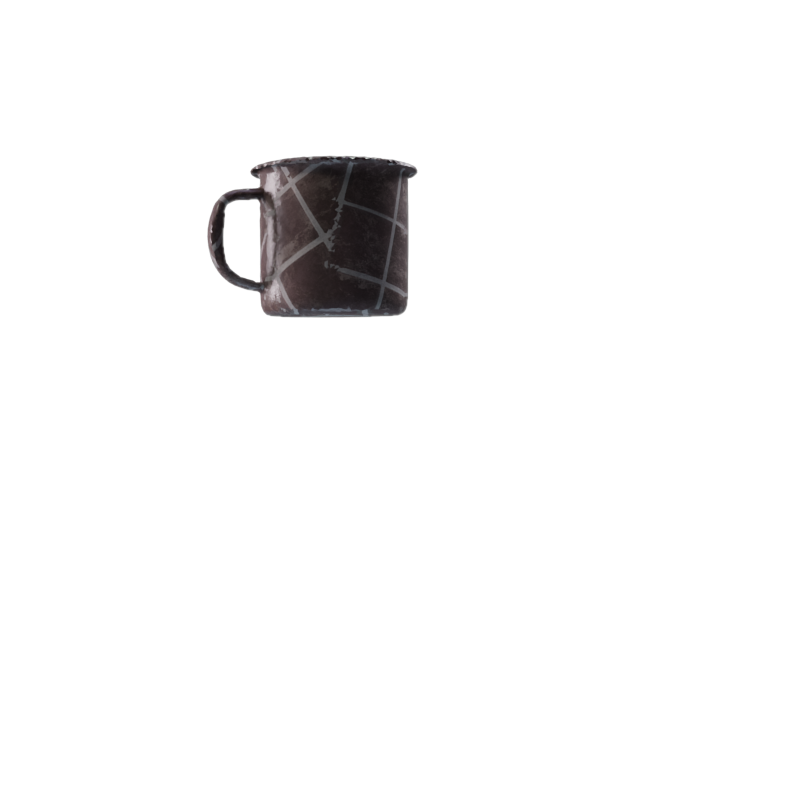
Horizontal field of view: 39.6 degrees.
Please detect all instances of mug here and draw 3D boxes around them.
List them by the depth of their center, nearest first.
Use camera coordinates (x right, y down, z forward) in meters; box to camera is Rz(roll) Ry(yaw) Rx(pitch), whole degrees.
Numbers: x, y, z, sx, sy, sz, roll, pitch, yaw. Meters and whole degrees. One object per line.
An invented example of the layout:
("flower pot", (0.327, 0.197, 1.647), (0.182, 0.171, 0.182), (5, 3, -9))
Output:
("mug", (-0.048, -0.087, 0.611), (0.114, 0.082, 0.095), (0, -1, -19))
